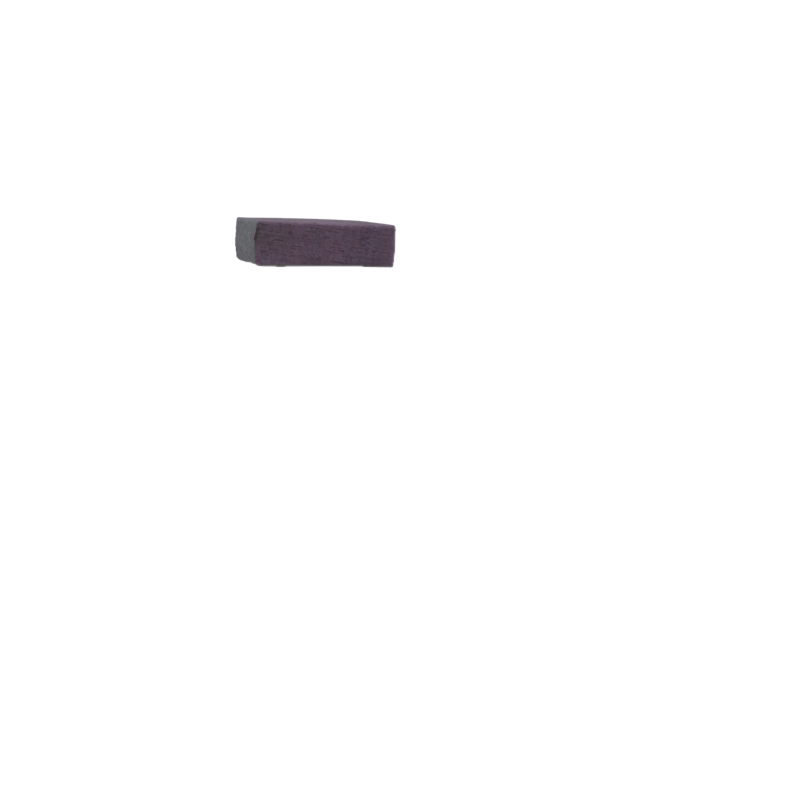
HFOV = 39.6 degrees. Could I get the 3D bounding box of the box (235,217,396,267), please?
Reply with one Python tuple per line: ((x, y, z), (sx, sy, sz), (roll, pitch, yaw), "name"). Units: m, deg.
((-0.070, -0.127, 0.887), (0.111, 0.038, 0.093), (-3, 9, -16), "box")
